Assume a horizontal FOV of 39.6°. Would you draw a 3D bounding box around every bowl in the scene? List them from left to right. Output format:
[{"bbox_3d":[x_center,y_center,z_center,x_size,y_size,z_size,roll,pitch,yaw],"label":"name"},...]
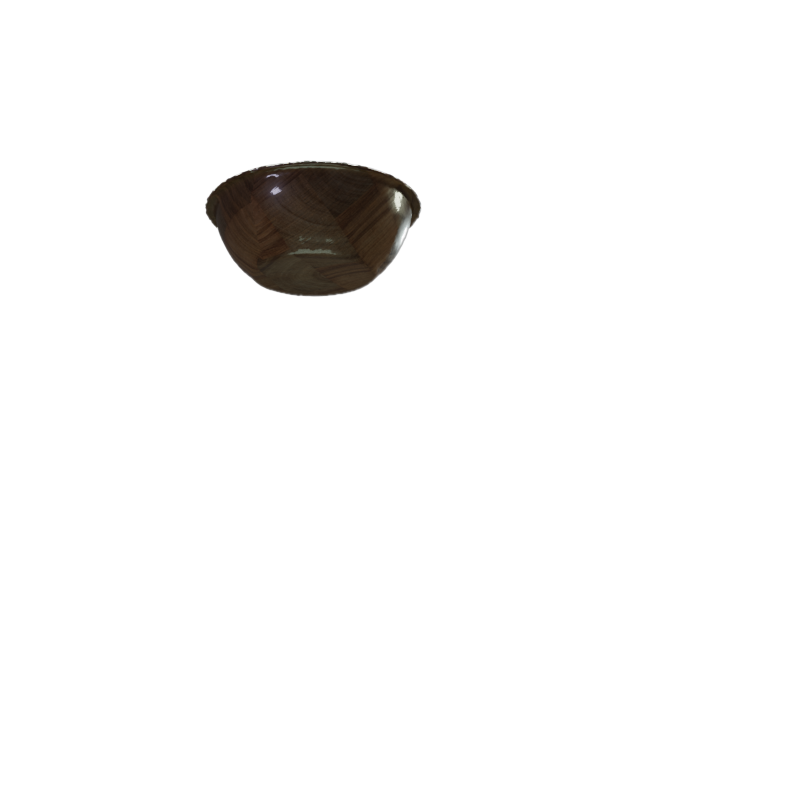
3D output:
[{"bbox_3d":[-0.064,-0.117,0.822,0.162,0.058,0.155,0,-16,-2],"label":"bowl"}]
